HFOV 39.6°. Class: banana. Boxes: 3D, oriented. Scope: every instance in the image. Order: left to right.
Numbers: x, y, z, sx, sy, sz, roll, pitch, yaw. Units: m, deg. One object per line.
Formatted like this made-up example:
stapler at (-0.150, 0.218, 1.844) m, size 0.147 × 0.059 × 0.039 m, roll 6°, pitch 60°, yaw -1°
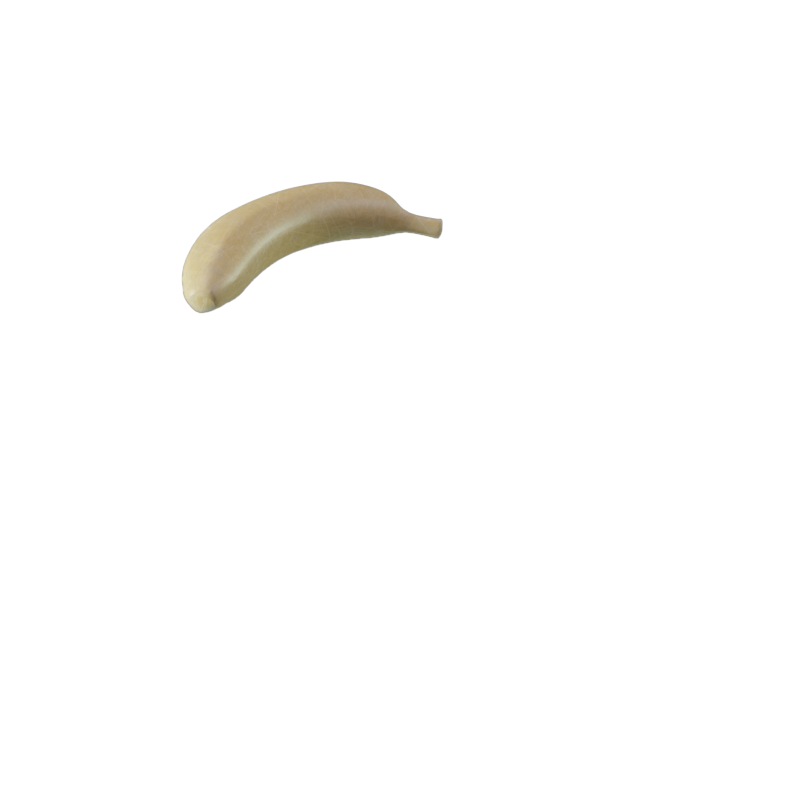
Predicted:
banana at (-0.059, -0.092, 0.613) m, size 0.074 × 0.035 × 0.196 m, roll 18°, pitch 30°, yaw 35°
